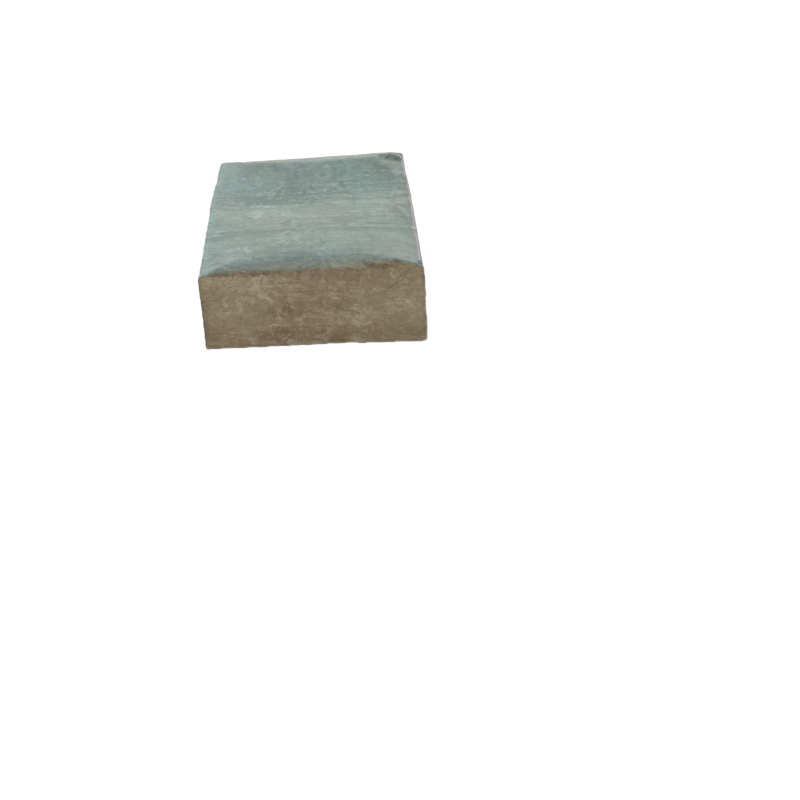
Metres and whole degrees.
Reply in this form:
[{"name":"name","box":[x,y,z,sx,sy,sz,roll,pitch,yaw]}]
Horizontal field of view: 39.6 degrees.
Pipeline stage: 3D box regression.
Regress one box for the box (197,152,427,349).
[{"name":"box","box":[-0.069,-0.126,0.884,0.164,0.067,0.228,-4,33,-1]}]
